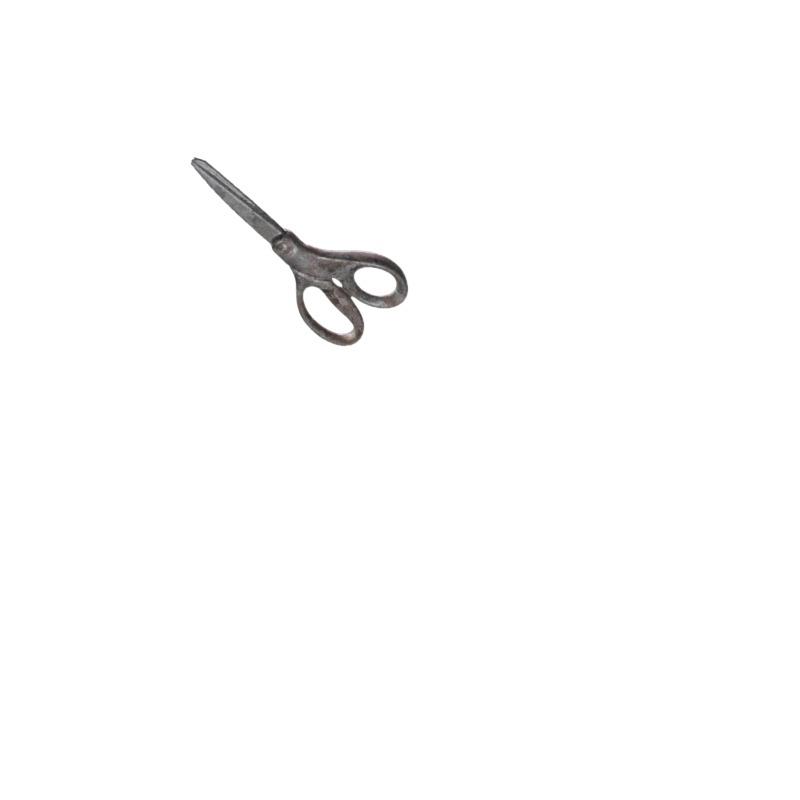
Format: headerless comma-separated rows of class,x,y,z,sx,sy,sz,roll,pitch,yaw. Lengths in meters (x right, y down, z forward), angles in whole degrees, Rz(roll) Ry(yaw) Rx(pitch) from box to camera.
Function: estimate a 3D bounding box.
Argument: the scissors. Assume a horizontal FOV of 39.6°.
scissors,-0.064,-0.116,0.814,0.097,0.187,0.017,-19,38,15
